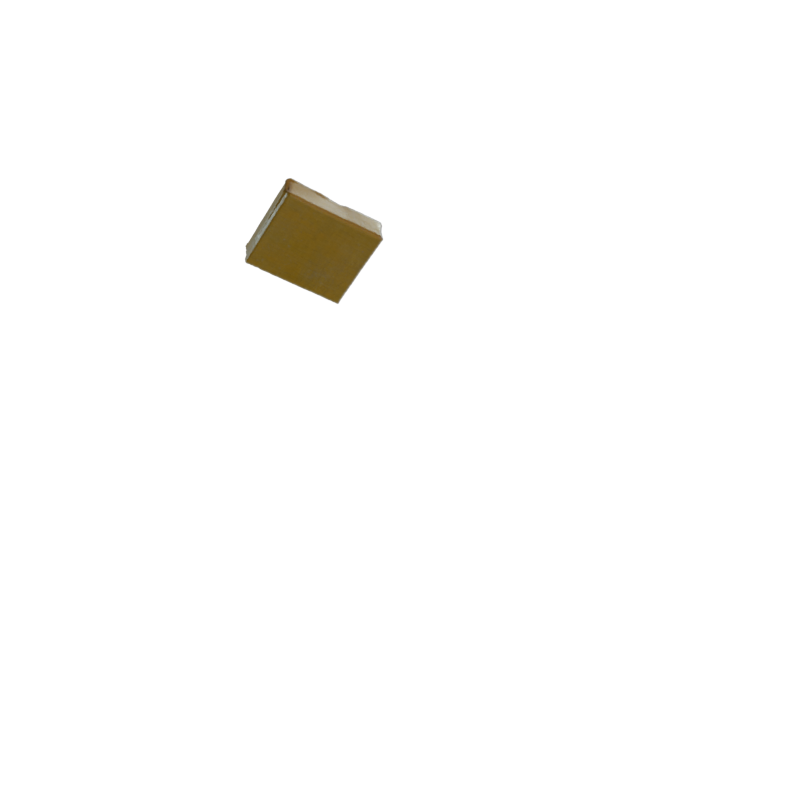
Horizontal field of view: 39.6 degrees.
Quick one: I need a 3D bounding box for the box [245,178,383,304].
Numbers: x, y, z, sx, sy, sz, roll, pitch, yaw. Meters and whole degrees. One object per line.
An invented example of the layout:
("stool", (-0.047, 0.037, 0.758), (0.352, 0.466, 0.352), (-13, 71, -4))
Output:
("box", (-0.070, -0.127, 0.891), (0.086, 0.071, 0.032), (25, 31, -17))
